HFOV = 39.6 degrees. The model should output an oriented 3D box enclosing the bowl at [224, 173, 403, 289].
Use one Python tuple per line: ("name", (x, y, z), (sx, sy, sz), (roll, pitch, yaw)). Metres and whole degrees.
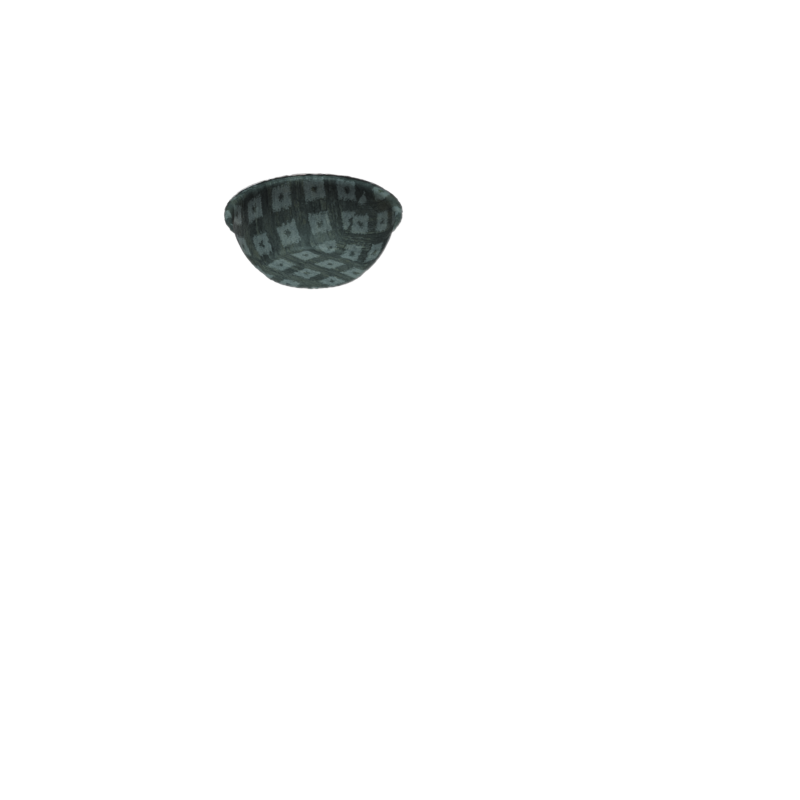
("bowl", (-0.077, -0.141, 0.989), (0.162, 0.058, 0.155), (0, -18, -2))
